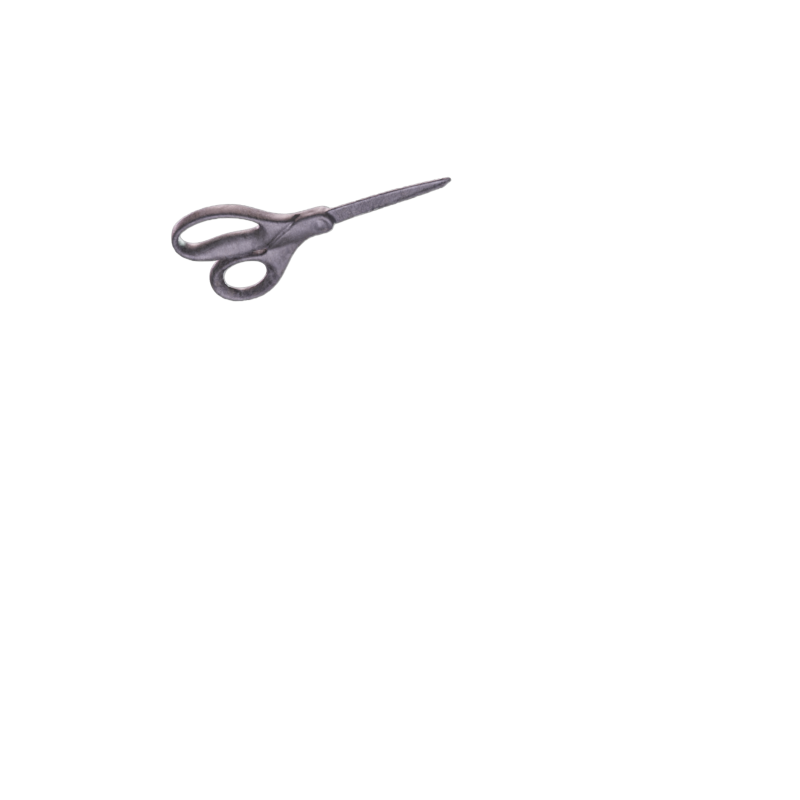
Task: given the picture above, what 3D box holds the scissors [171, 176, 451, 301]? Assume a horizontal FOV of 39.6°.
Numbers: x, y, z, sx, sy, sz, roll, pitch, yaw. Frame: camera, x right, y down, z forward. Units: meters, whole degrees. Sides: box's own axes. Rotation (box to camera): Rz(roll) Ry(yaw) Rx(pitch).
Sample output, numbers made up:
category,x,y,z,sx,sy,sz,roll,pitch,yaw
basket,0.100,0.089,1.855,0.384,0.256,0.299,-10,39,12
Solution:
category,x,y,z,sx,sy,sz,roll,pitch,yaw
scissors,-0.062,-0.114,0.798,0.203,0.017,0.089,-4,-44,4
